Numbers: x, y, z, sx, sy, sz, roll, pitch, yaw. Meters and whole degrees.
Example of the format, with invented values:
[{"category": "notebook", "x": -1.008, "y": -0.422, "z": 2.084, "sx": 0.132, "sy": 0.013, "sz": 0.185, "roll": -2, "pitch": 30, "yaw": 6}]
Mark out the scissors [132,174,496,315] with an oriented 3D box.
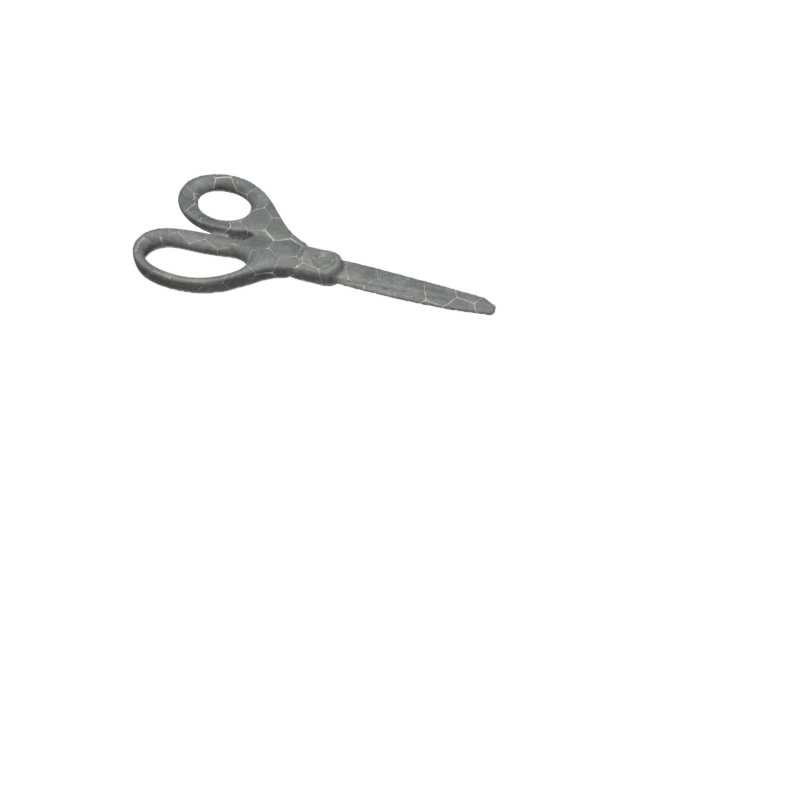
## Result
[{"category": "scissors", "x": -0.050, "y": -0.090, "z": 0.633, "sx": 0.202, "sy": 0.103, "sz": 0.015, "roll": 2, "pitch": -39, "yaw": 2}]
